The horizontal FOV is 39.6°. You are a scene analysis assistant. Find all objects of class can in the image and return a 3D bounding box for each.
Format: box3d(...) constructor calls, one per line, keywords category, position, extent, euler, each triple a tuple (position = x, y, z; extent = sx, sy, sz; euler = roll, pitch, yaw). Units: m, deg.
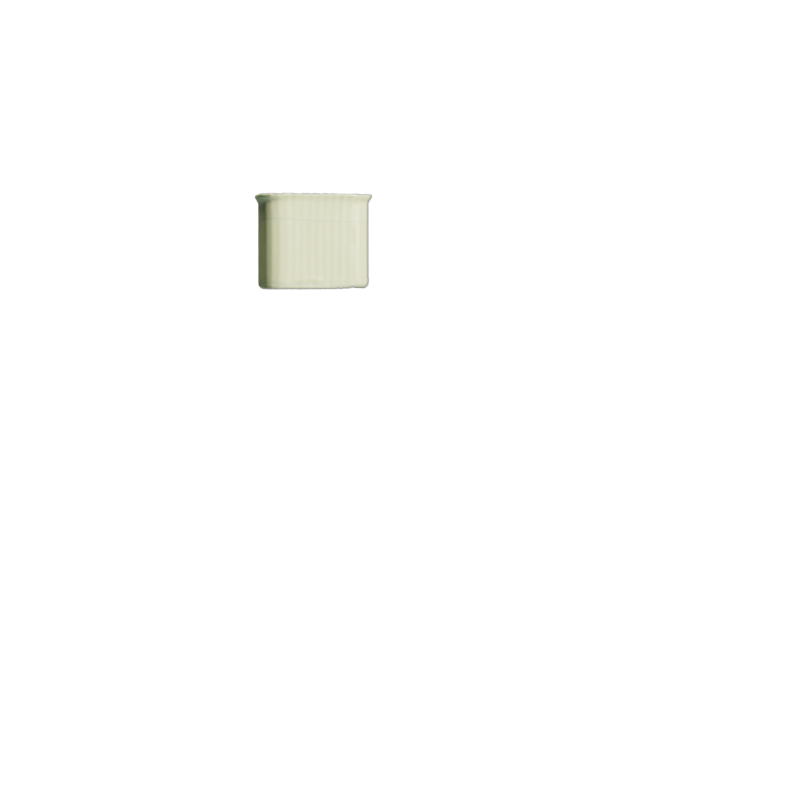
box3d(category="can", position=(-0.077, -0.141, 0.985), extent=(0.100, 0.084, 0.059), euler=(-1, 2, -15))
